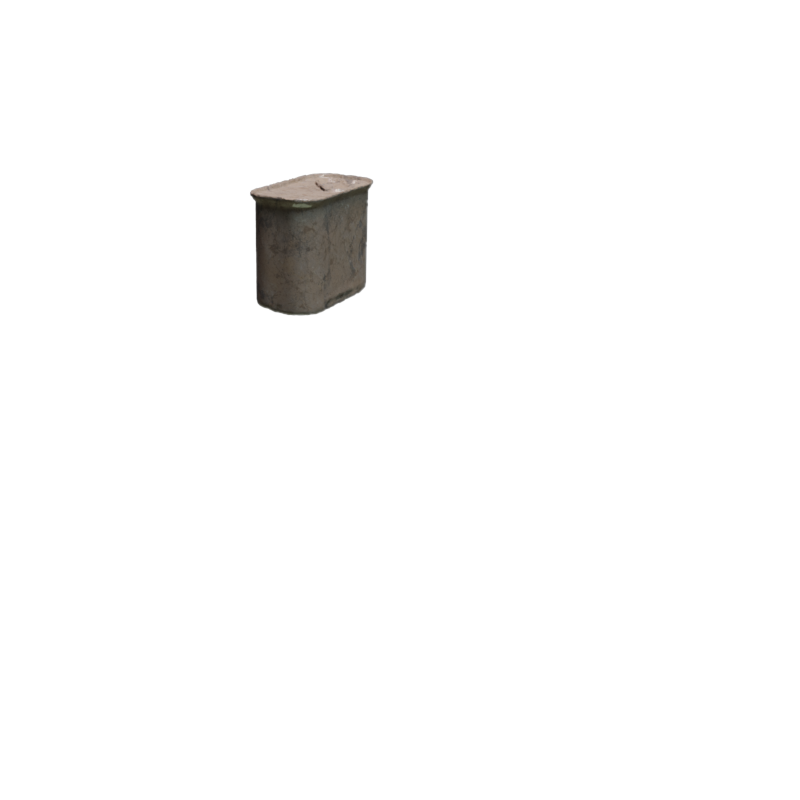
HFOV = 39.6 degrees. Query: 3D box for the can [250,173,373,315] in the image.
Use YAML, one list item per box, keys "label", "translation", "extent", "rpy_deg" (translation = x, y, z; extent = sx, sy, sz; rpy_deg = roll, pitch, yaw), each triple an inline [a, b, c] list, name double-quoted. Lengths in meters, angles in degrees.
- label: "can"
  translation: [-0.063, -0.114, 0.801]
  extent: [0.060, 0.081, 0.102]
  rpy_deg: [9, 20, 27]
